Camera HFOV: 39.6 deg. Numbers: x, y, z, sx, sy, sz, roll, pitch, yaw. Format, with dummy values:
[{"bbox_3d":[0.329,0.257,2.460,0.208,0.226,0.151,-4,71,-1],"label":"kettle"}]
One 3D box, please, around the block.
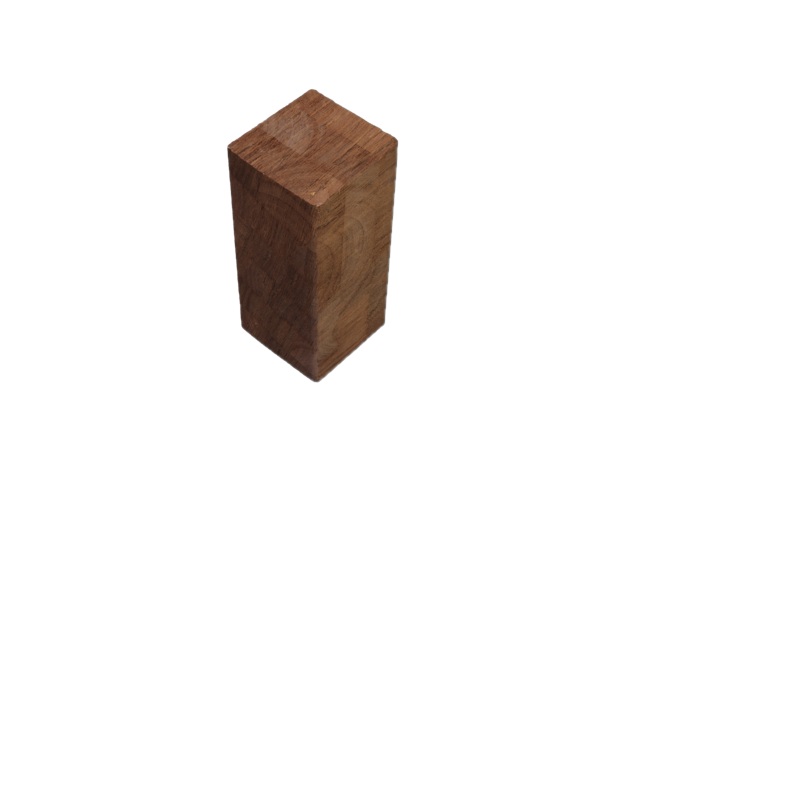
[{"bbox_3d":[-0.067,-0.122,0.855,0.095,0.192,0.092,36,58,22],"label":"block"}]
